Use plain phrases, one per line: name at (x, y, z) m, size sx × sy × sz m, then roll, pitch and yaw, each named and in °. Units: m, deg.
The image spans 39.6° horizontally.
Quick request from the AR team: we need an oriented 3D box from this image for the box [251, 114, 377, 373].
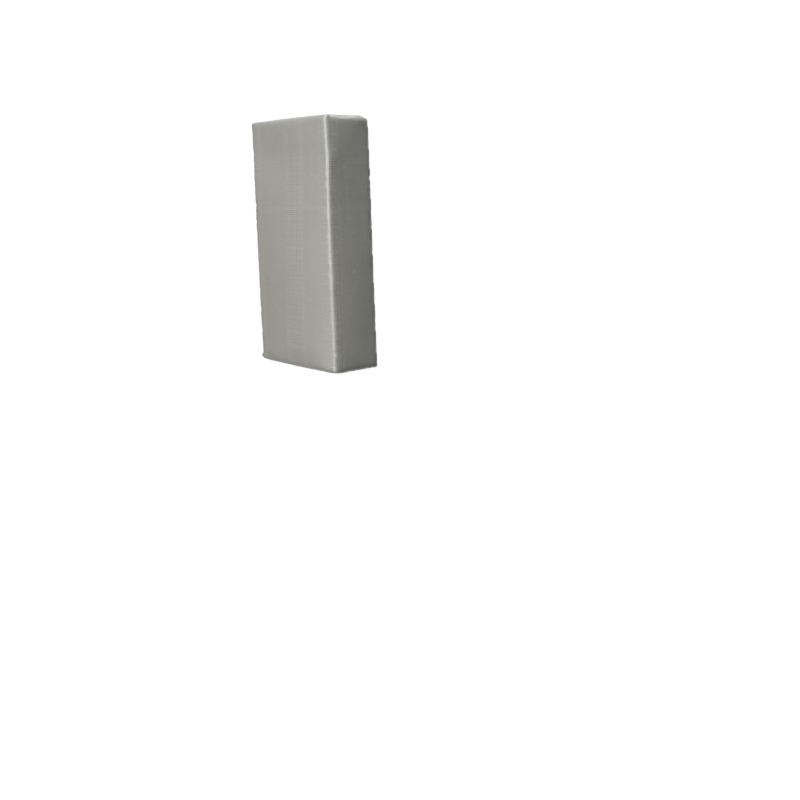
box at (-0.062, -0.113, 0.791) m, size 0.046 × 0.175 × 0.097 m, roll -2°, pitch 5°, yaw -39°
